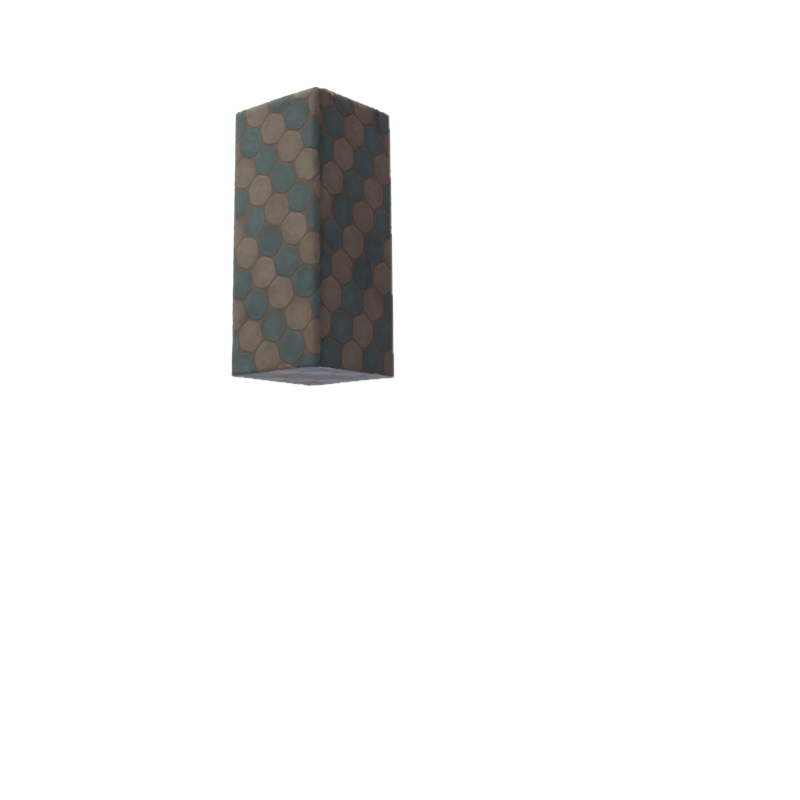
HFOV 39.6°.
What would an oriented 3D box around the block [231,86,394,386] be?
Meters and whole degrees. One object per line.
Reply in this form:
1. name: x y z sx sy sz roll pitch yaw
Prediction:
1. block: -0.066 -0.121 0.844 0.092 0.213 0.086 -11 -16 39
